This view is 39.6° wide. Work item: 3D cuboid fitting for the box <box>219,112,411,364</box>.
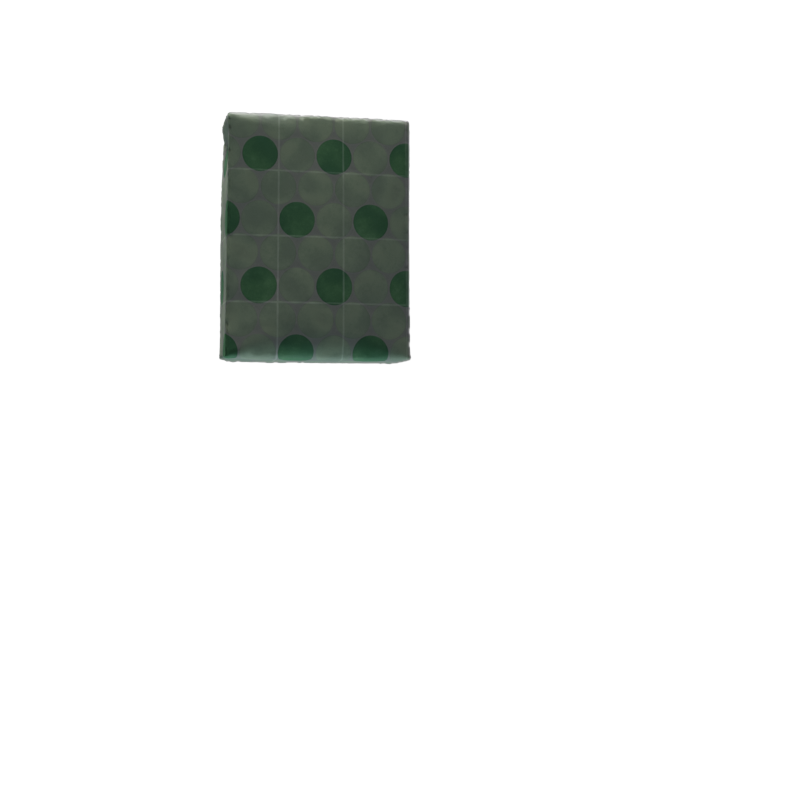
[{"bbox_3d":[-0.077,-0.140,0.983,0.161,0.218,0.071,1,-8,-12],"label":"box"}]
